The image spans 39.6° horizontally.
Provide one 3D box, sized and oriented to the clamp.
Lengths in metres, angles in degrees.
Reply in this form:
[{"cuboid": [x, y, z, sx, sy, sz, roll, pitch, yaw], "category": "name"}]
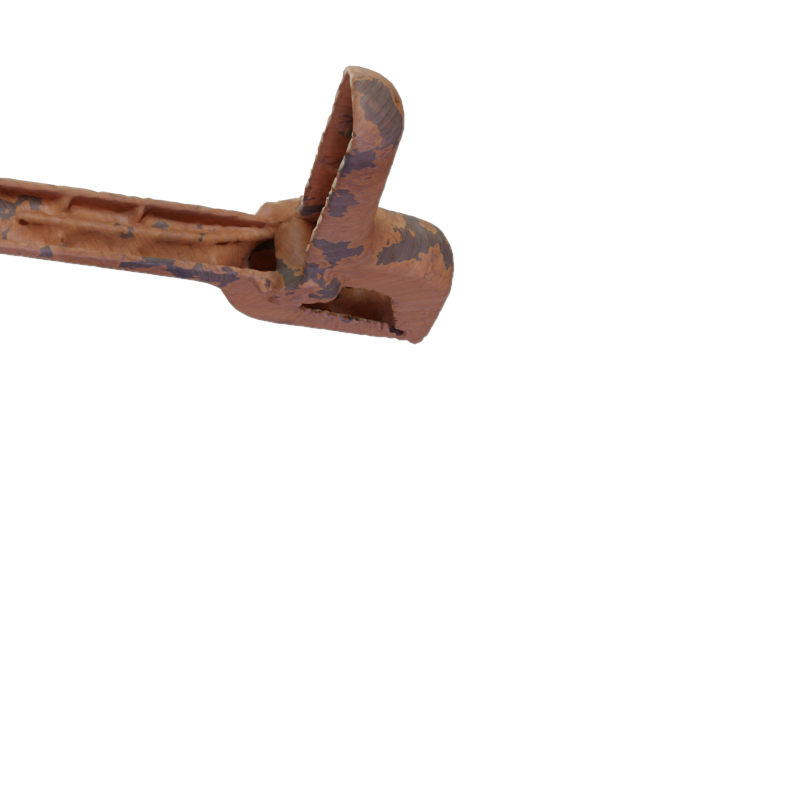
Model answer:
[{"cuboid": [-0.032, -0.058, 0.404, 0.168, 0.038, 0.197, -8, -15, 33], "category": "clamp"}]
